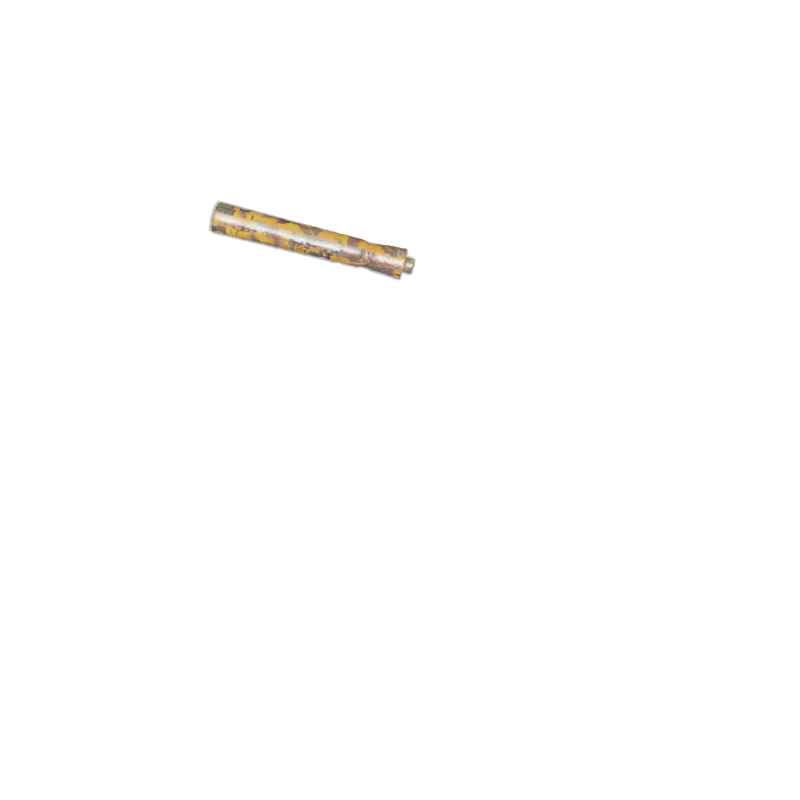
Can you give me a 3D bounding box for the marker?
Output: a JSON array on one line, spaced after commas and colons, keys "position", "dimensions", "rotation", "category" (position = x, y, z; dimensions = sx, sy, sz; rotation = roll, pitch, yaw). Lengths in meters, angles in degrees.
[{"position": [-0.051, -0.093, 0.652], "dimensions": [0.122, 0.020, 0.020], "rotation": [15, 5, 4], "category": "marker"}]
